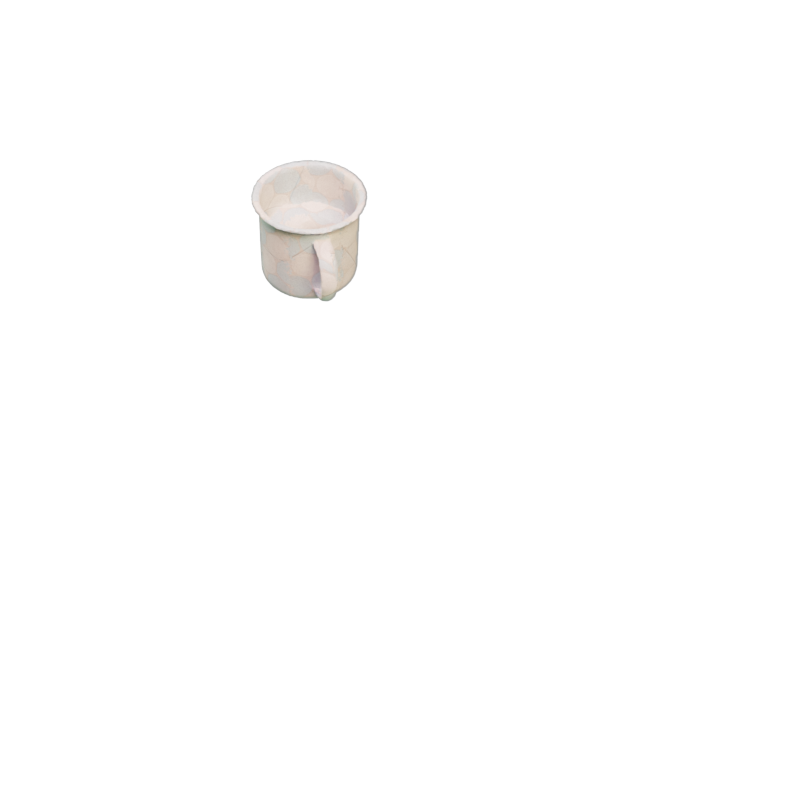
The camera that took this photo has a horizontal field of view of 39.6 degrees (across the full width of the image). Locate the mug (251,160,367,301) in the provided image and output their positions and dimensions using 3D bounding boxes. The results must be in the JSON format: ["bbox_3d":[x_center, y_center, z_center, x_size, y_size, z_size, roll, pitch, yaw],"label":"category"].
[{"bbox_3d":[-0.071,-0.130,0.907,0.092,0.076,0.127,-12,47,-14],"label":"mug"}]
